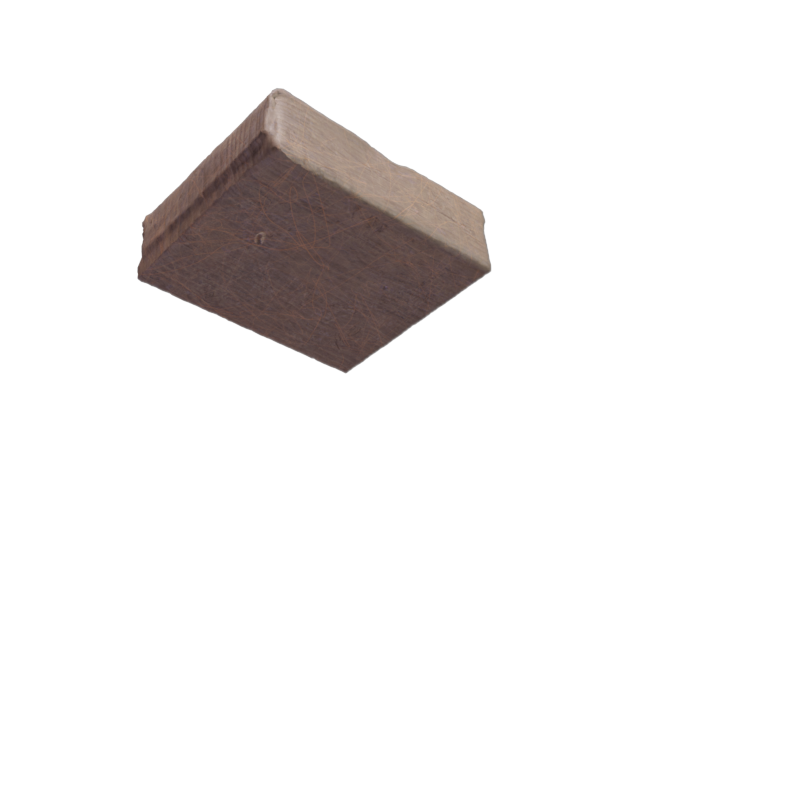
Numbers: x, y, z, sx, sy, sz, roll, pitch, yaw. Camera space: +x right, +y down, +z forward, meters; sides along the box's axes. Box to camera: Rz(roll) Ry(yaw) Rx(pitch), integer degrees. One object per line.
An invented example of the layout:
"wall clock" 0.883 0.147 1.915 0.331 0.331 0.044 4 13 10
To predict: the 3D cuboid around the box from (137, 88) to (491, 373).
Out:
"box" -0.028 -0.051 0.357 0.084 0.032 0.072 26 -45 -30
